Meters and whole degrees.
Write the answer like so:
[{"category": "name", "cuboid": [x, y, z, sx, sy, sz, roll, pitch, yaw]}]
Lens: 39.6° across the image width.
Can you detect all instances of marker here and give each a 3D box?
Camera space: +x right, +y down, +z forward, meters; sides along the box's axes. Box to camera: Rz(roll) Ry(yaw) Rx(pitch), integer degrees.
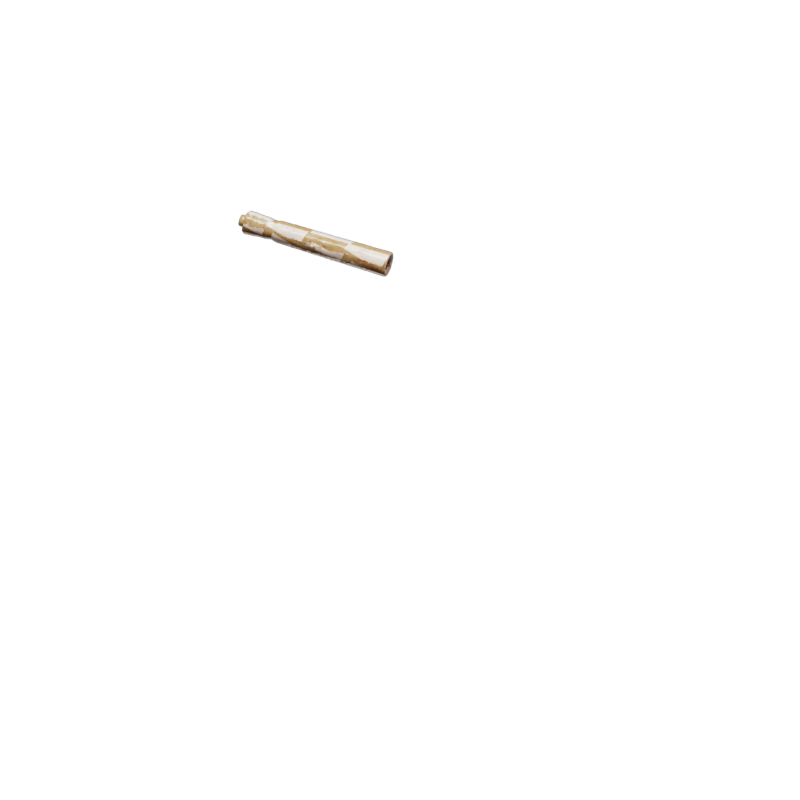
[{"category": "marker", "cuboid": [-0.064, -0.117, 0.823, 0.125, 0.019, 0.019, 19, 9, 17]}]
